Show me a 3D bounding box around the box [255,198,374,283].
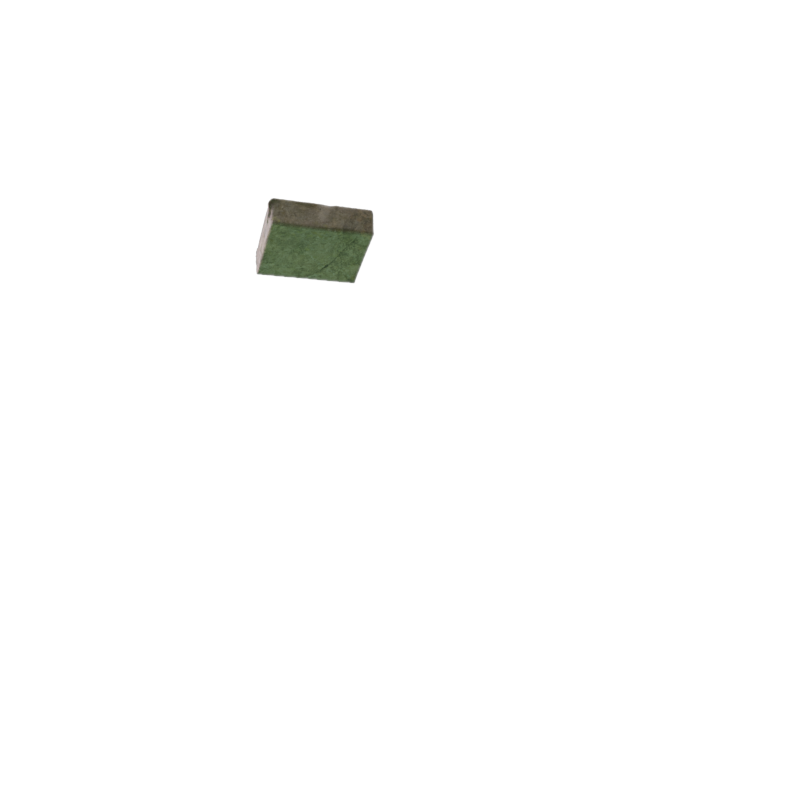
[{"bbox_3d":[-0.073,-0.133,0.935,0.088,0.032,0.069,6,-32,-10],"label":"box"}]
